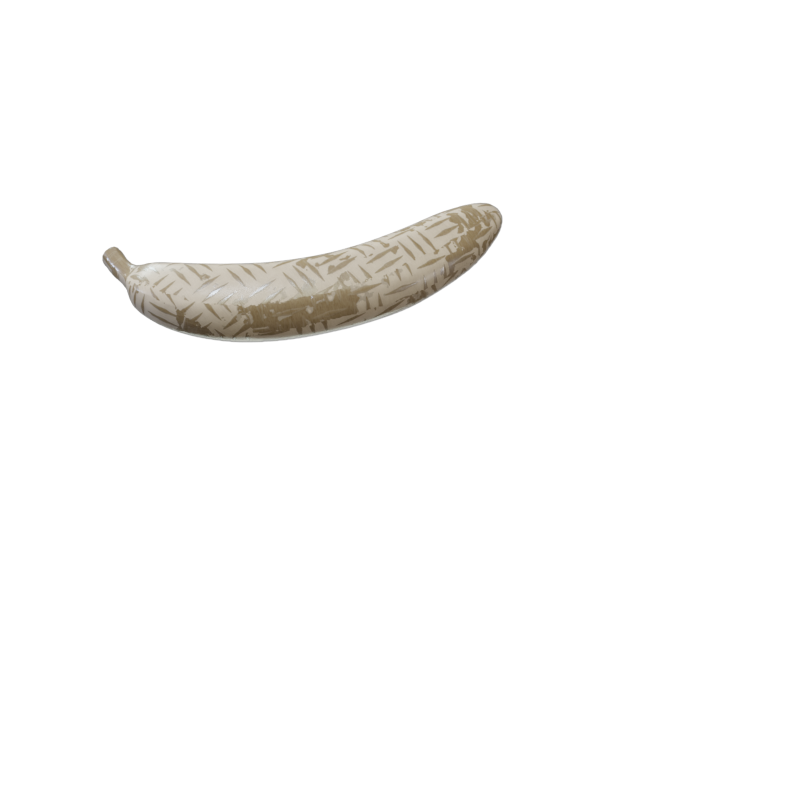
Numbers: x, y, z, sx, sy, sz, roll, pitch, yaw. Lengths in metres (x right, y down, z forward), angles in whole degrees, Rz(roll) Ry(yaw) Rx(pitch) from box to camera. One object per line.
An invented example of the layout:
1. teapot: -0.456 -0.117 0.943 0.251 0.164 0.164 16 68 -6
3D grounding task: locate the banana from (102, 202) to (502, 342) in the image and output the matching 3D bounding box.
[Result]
1. banana: -0.043 -0.060 0.523 0.197 0.075 0.034 -6 -36 -5
